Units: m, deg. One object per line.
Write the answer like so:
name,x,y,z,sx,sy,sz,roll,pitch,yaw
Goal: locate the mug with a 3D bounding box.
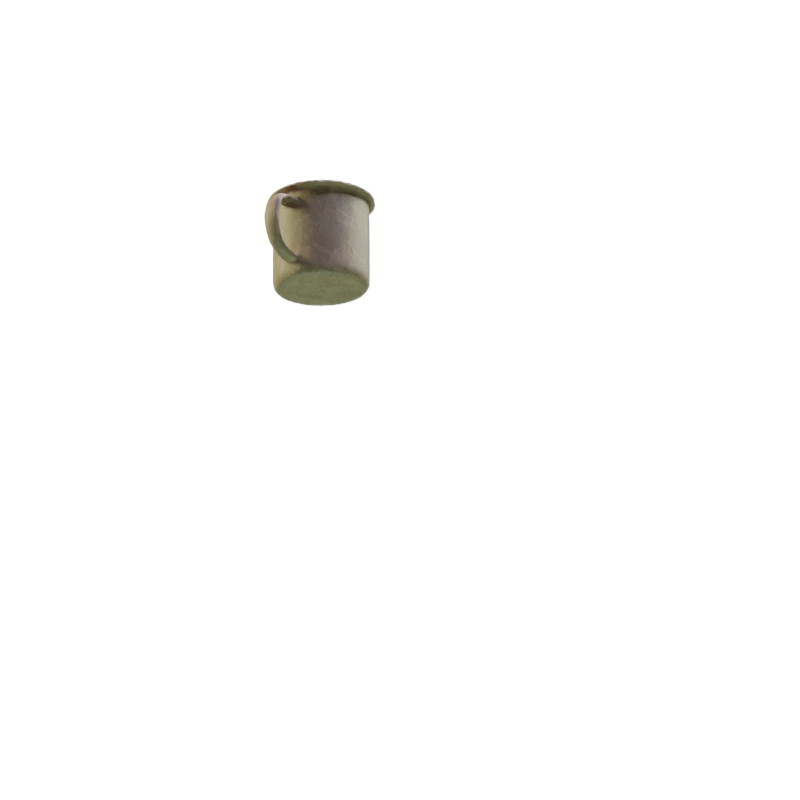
mug,-0.073,-0.133,0.933,0.095,0.086,0.109,-12,-22,30
